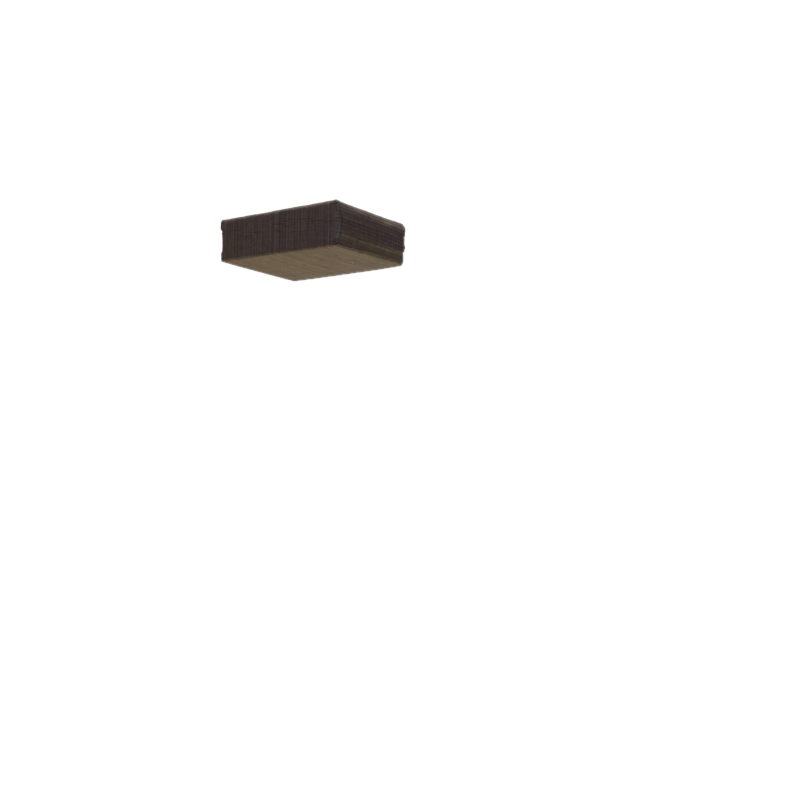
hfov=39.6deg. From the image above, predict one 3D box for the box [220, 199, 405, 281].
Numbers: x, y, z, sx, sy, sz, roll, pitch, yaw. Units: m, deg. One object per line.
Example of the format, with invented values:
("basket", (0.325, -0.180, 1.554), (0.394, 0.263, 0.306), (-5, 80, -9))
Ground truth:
("box", (-0.053, -0.096, 0.675), (0.092, 0.031, 0.069), (-4, -8, 34))
